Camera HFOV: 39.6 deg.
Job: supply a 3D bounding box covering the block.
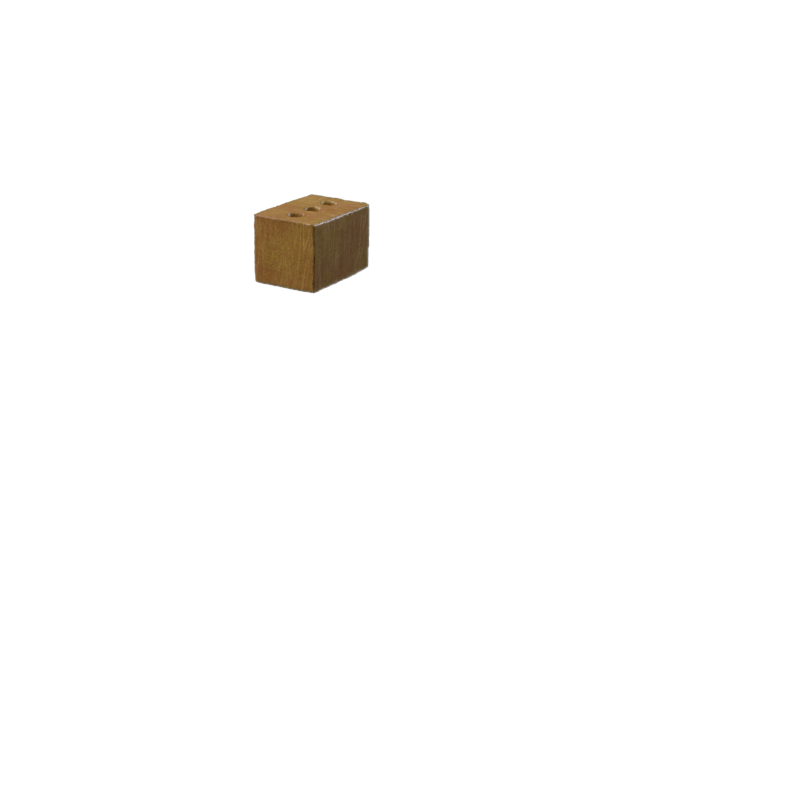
[{"bbox_3d":[-0.063,-0.115,0.804,0.055,0.049,0.078,11,23,28],"label":"block"}]
